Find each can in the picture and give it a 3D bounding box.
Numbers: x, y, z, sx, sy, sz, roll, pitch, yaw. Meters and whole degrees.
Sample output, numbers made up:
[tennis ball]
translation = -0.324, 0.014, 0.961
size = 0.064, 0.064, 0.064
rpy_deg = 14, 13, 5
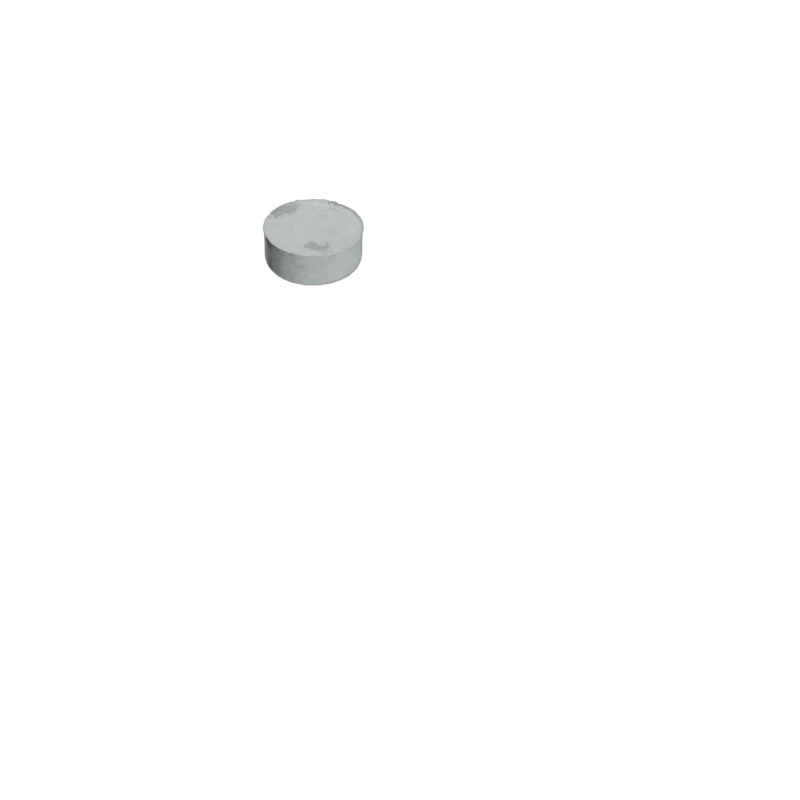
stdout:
[can]
translation = -0.074, -0.136, 0.950
size = 0.086, 0.031, 0.092
rpy_deg = -1, 40, -2
